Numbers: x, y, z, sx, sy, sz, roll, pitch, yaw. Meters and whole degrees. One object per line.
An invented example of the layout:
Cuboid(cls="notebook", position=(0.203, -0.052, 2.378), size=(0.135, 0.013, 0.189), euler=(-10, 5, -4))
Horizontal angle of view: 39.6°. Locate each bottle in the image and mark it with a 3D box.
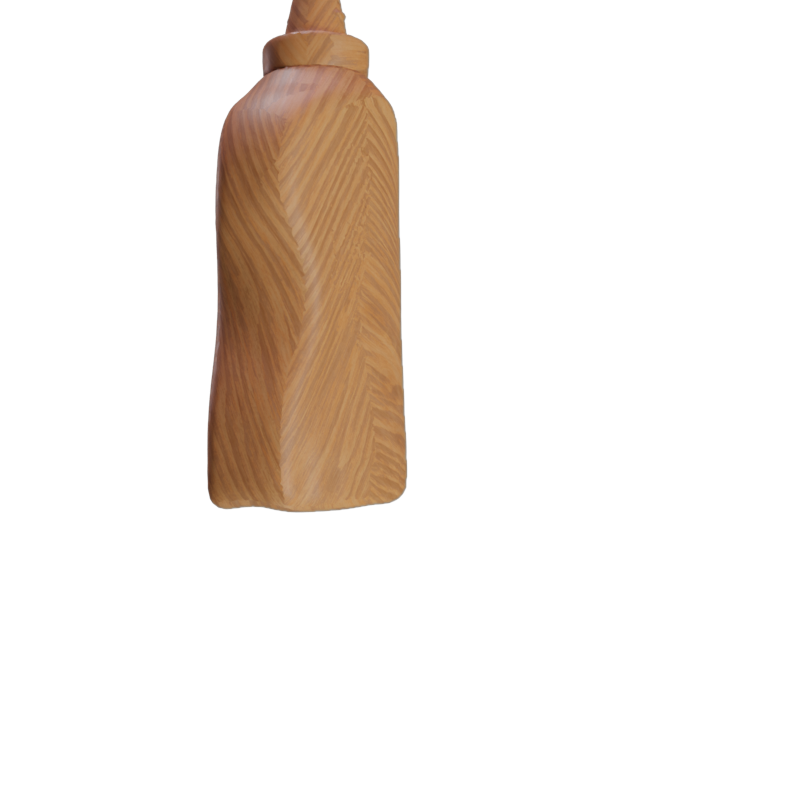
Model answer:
Cuboid(cls="bottle", position=(-0.032, -0.059, 0.413), size=(0.060, 0.196, 0.091), euler=(-5, -9, 28))
